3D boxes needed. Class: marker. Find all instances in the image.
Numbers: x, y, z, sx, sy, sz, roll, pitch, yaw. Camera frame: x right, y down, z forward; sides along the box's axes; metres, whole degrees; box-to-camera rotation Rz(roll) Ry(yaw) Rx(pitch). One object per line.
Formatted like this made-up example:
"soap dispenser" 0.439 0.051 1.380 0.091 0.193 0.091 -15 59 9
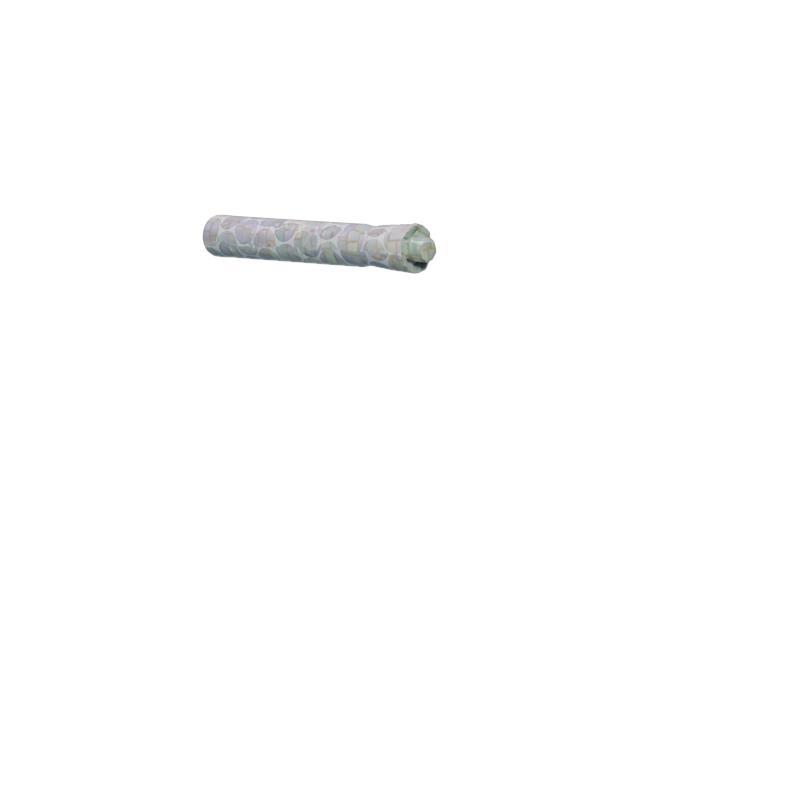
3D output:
"marker" -0.035 -0.064 0.450 0.127 0.019 0.019 11 10 43
